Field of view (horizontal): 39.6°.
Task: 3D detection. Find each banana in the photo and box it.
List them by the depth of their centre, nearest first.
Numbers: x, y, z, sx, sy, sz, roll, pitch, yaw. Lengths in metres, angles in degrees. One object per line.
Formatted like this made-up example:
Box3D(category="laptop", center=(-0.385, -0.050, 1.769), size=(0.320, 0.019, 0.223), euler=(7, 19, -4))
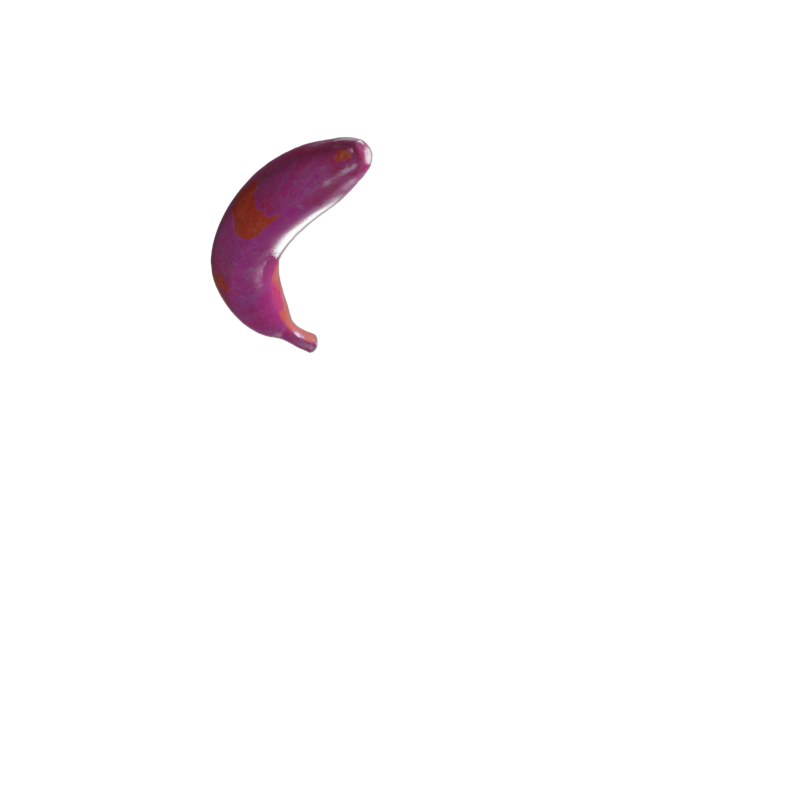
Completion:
Box3D(category="banana", center=(-0.065, -0.084, 0.592), size=(0.069, 0.039, 0.189), euler=(5, -25, -10))
